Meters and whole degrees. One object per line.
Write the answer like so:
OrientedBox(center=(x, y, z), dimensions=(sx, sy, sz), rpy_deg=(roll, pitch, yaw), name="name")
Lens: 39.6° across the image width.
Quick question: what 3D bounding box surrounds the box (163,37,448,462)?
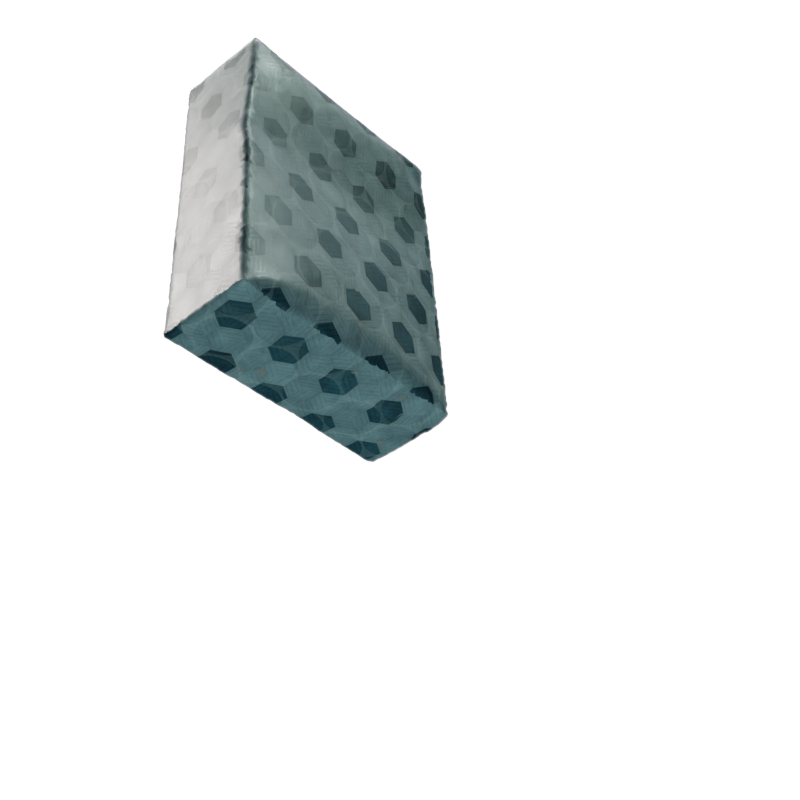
OrientedBox(center=(-0.052, -0.095, 0.668), dimensions=(0.071, 0.230, 0.154), rpy_deg=(-34, -50, 30), name="box")
